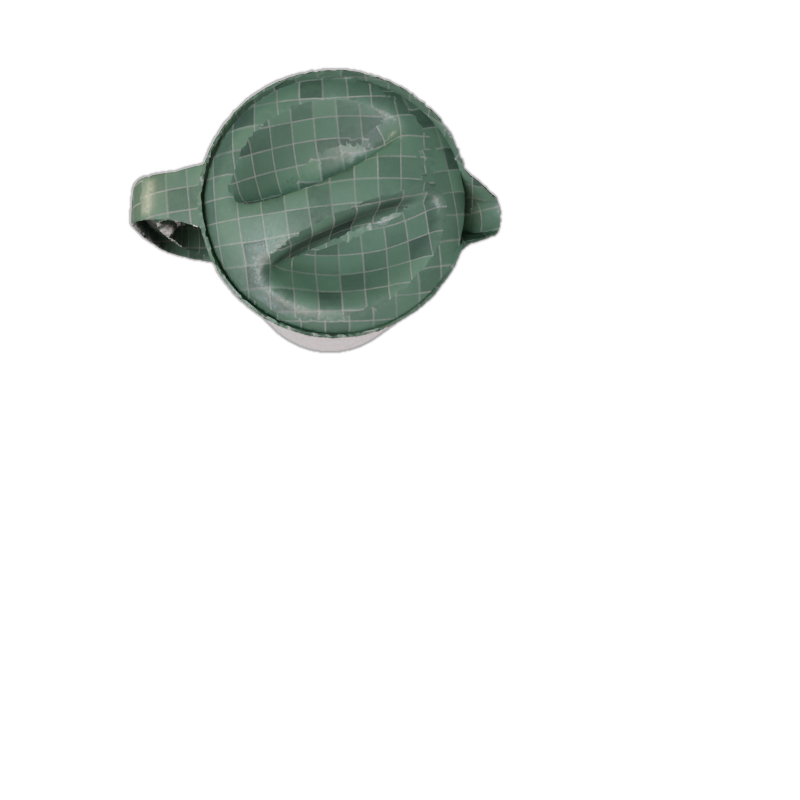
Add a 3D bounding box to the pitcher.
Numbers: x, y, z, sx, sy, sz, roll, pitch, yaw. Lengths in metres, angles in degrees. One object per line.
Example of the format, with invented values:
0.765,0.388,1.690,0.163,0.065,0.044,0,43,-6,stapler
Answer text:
-0.051,-0.092,0.647,0.145,0.151,0.239,-43,-2,-6,pitcher
